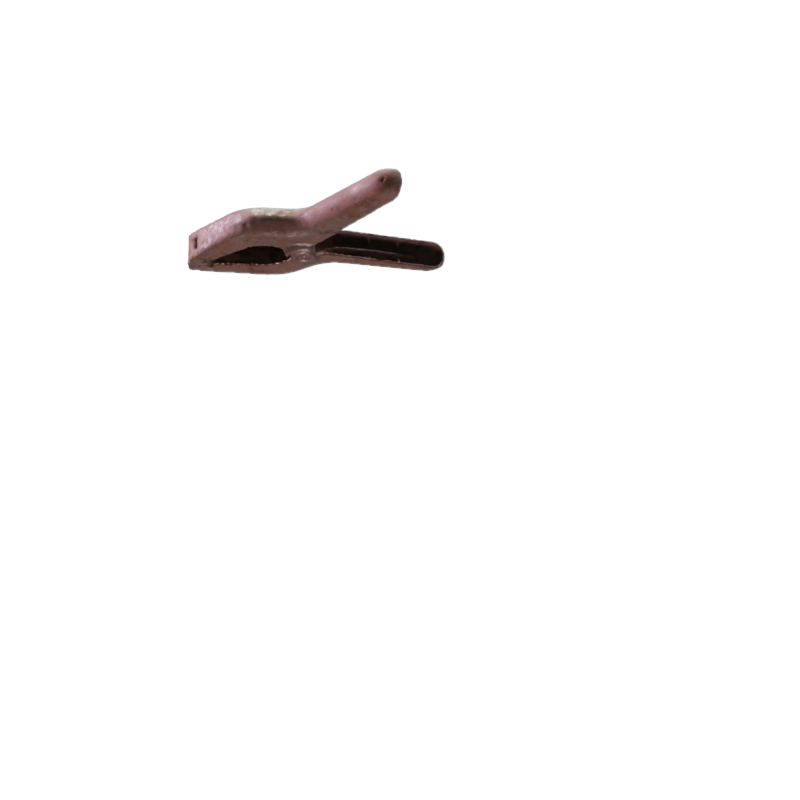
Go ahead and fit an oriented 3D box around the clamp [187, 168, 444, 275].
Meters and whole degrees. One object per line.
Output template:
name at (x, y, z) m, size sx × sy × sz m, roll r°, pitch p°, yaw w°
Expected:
clamp at (-0.071, -0.130, 0.908) m, size 0.214 × 0.038 × 0.154 m, roll -7°, pitch -19°, yaw 22°
